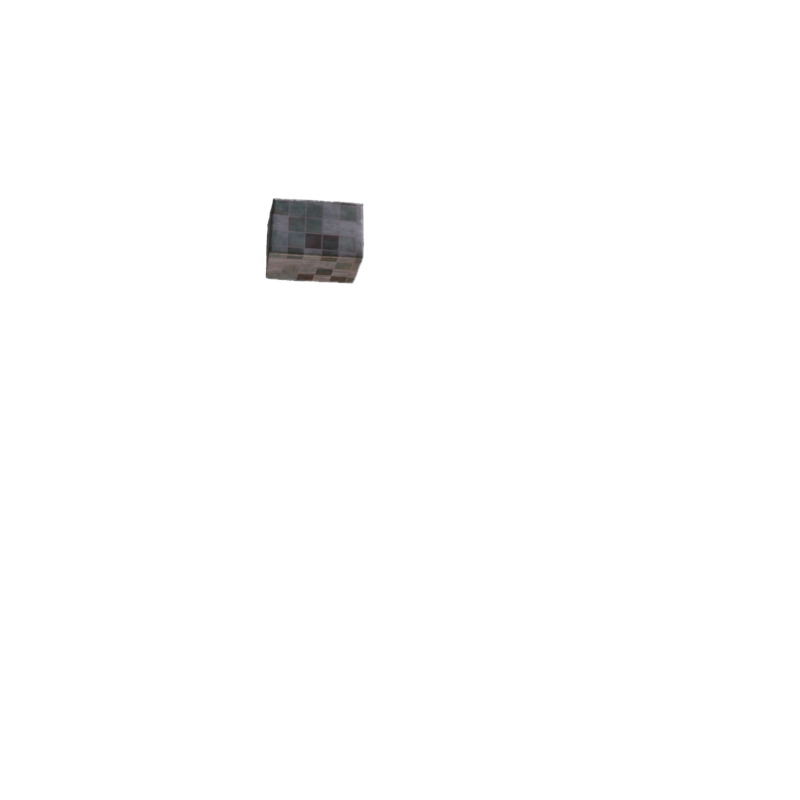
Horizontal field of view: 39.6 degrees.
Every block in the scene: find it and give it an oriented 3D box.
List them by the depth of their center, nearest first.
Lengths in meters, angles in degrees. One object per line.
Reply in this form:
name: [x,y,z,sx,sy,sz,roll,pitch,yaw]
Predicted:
block: [-0.072,-0.132,0.921,0.077,0.054,0.051,3,-23,-8]
